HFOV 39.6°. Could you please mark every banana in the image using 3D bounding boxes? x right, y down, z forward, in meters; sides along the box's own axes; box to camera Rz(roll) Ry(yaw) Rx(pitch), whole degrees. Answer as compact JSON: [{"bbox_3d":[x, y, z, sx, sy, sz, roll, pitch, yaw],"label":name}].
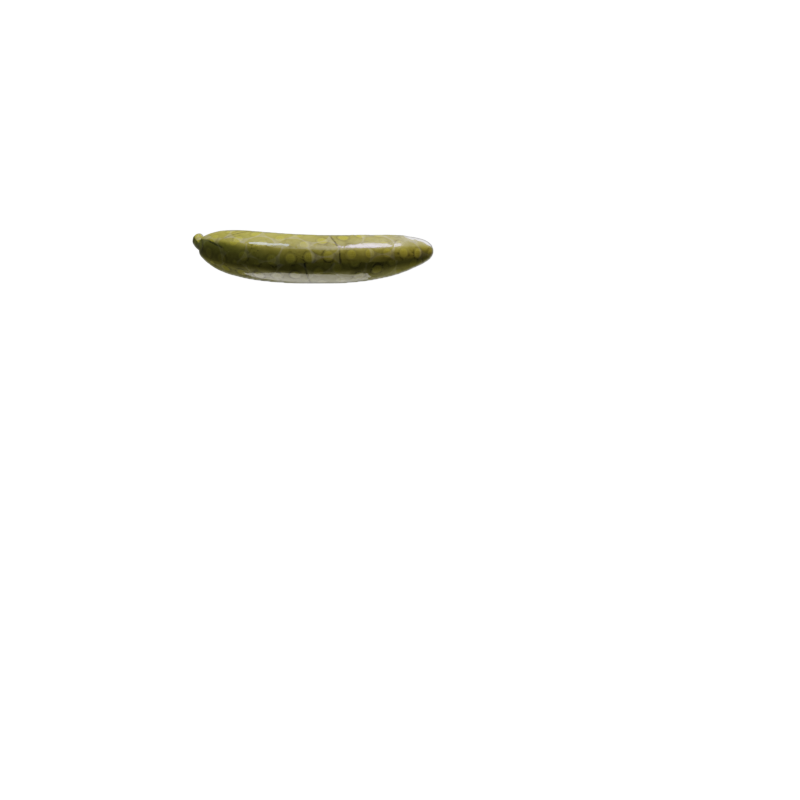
[{"bbox_3d":[-0.075,-0.116,0.868,0.200,0.035,0.073,5,31,8],"label":"banana"}]
